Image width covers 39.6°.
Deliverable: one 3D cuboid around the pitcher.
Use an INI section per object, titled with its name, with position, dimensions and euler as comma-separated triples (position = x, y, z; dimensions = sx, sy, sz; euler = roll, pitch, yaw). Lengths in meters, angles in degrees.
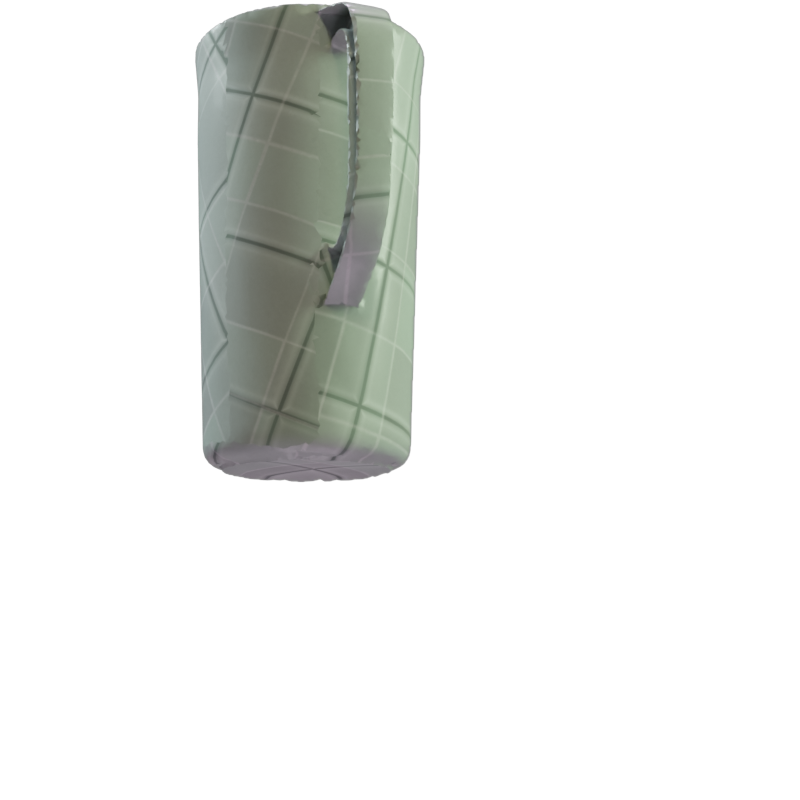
[pitcher]
position = -0.047, -0.086, 0.600
dimensions = 0.148, 0.253, 0.140
euler = -8, -18, 22
